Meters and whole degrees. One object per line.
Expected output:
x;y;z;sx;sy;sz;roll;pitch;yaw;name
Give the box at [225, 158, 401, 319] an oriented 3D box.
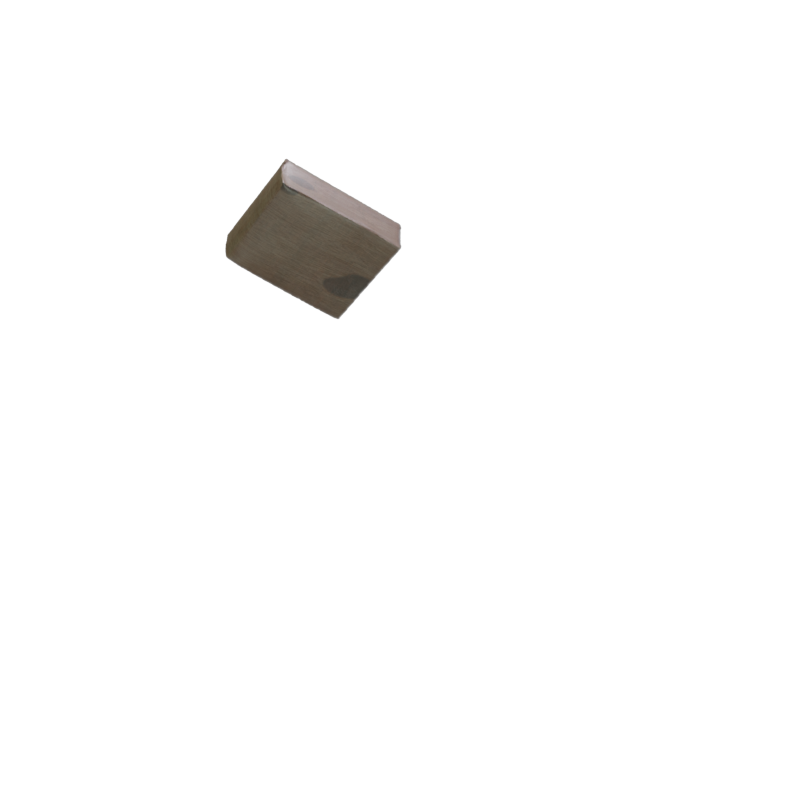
-0.069;-0.125;0.879;0.109;0.088;0.042;28;34;-21;box
